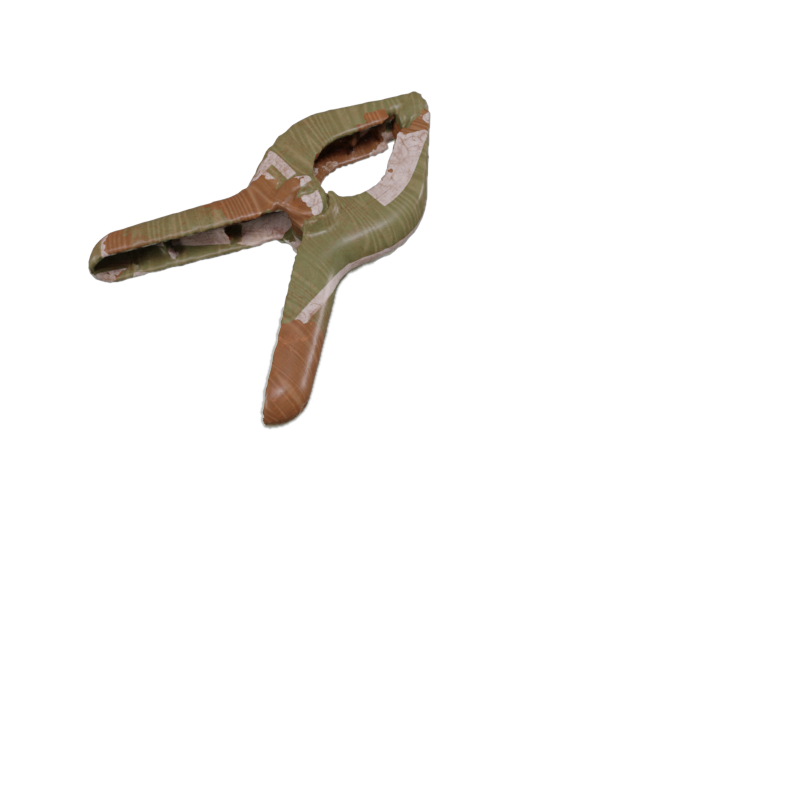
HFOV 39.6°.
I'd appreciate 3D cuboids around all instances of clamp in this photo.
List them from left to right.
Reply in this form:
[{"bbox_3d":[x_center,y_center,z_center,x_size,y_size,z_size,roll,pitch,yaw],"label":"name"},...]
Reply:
[{"bbox_3d":[-0.039,-0.070,0.494,0.172,0.126,0.037,-38,-18,-15],"label":"clamp"}]
